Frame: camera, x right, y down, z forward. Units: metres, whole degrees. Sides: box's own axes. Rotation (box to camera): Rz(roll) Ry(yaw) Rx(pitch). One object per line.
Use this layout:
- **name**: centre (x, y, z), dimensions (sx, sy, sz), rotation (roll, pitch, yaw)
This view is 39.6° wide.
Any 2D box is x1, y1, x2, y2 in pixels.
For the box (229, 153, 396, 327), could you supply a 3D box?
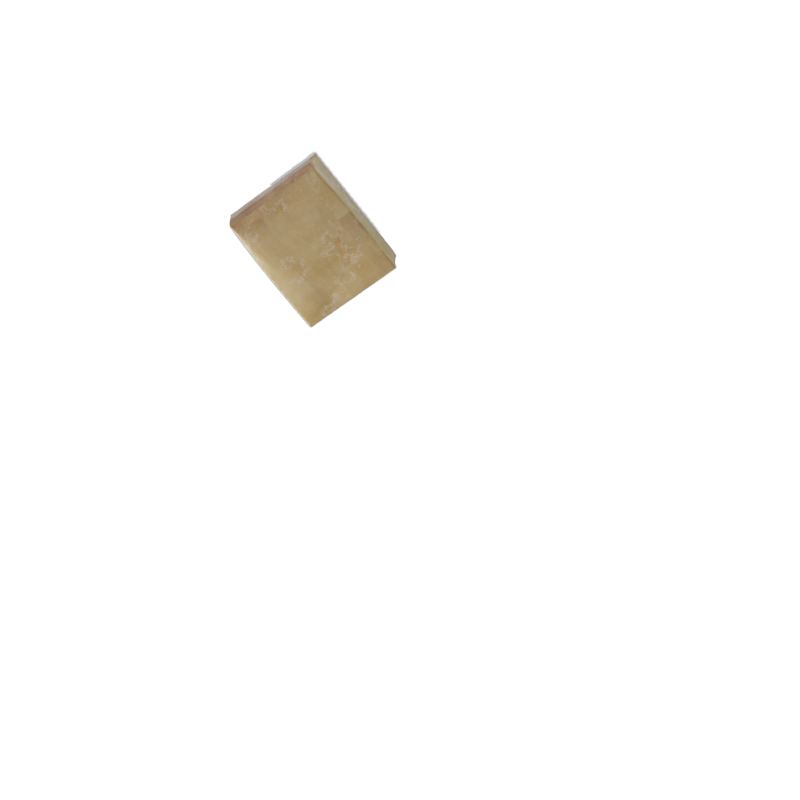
- **box**: centre (-0.070, -0.128, 0.898), dimensions (0.089, 0.109, 0.041), rotation (-35, 18, 13)
